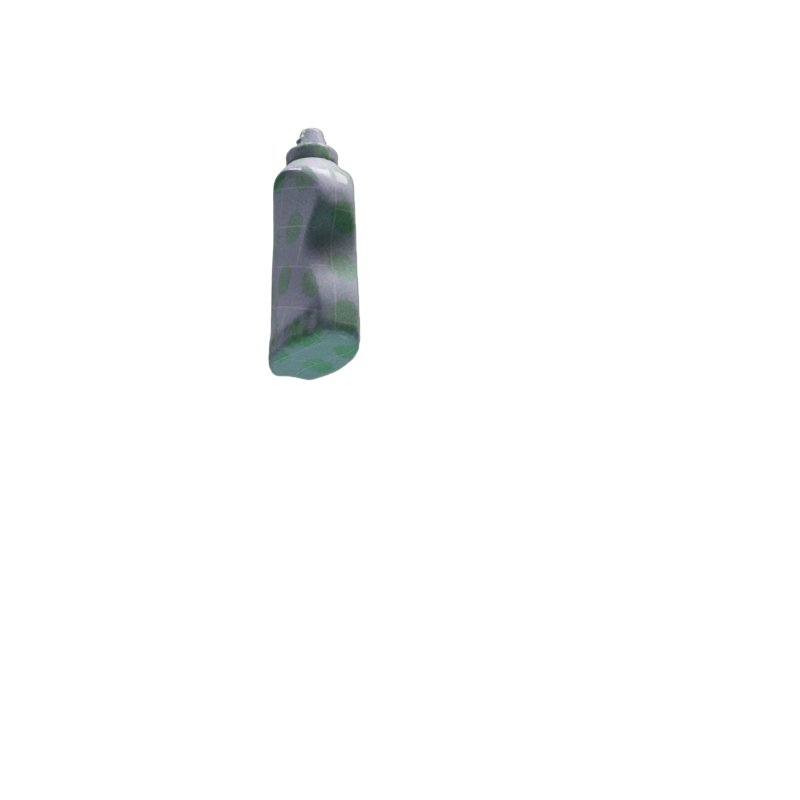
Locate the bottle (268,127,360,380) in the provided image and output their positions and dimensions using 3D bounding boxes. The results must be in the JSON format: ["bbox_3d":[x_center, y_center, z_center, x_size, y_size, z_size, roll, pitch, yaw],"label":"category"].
[{"bbox_3d":[-0.066,-0.119,0.834,0.057,0.202,0.094,8,-26,-22],"label":"bottle"}]
